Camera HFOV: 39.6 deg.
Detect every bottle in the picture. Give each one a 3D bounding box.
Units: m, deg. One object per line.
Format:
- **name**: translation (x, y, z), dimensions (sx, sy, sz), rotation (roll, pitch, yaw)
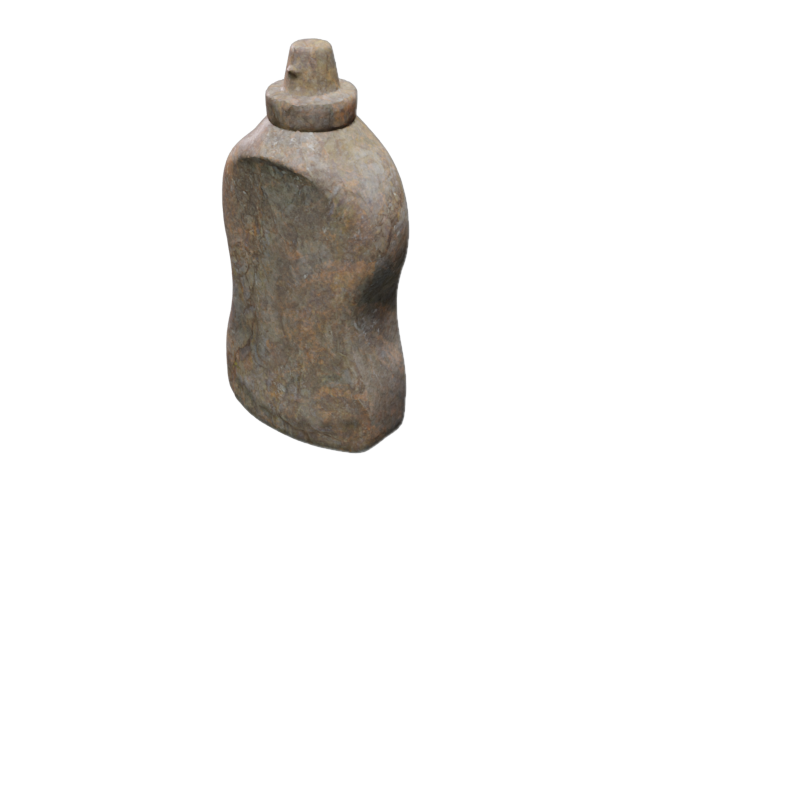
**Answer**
- **bottle**: translation (-0.041, -0.074, 0.521), dimensions (0.102, 0.181, 0.058), rotation (24, 35, 35)
